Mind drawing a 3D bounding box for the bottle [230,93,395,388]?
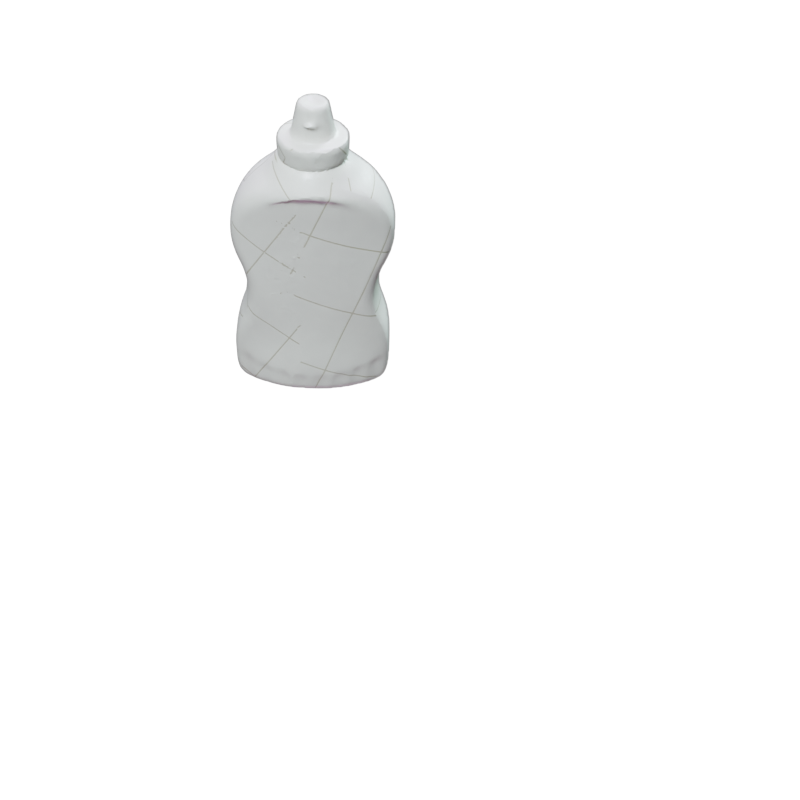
[{"bbox_3d":[-0.051,-0.094,0.657,0.096,0.179,0.062,4,39,2],"label":"bottle"}]
